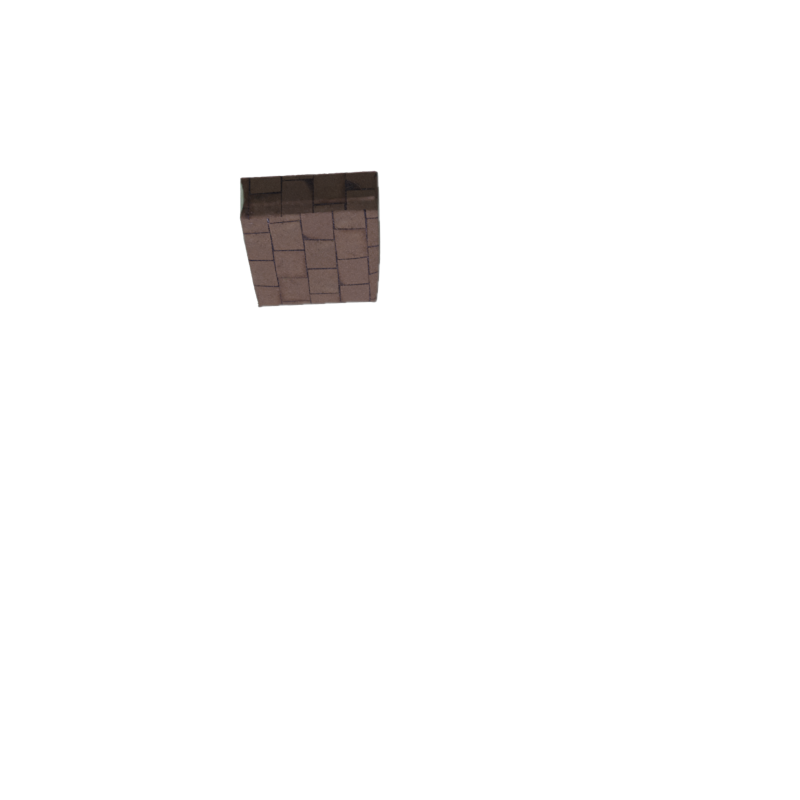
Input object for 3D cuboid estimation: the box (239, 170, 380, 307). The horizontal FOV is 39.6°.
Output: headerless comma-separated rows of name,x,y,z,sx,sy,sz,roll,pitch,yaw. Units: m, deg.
box,-0.058,-0.107,0.748,0.090,0.042,0.106,-1,-31,1
